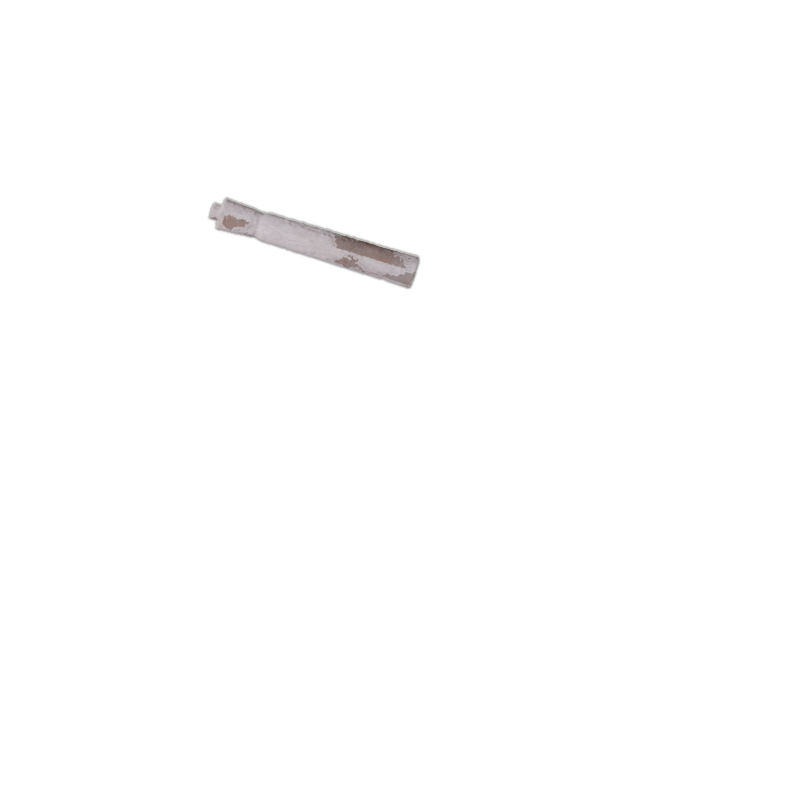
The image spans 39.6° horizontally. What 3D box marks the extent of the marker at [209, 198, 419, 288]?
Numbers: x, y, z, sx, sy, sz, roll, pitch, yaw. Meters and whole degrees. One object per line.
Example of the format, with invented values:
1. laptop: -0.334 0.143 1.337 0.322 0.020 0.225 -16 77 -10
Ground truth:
1. marker: -0.049 -0.090 0.630 0.121 0.020 0.020 17 4 1
